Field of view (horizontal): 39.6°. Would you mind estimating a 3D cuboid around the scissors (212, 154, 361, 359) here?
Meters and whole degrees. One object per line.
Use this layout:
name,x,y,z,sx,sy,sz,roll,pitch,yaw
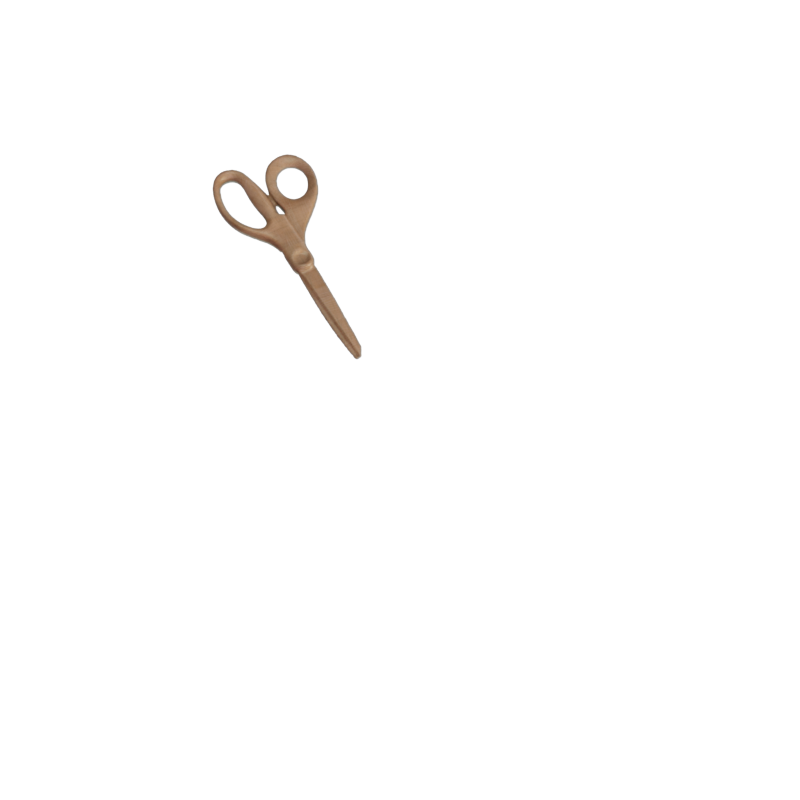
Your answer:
scissors,-0.071,-0.130,0.909,0.097,0.212,0.015,-40,-22,-19
